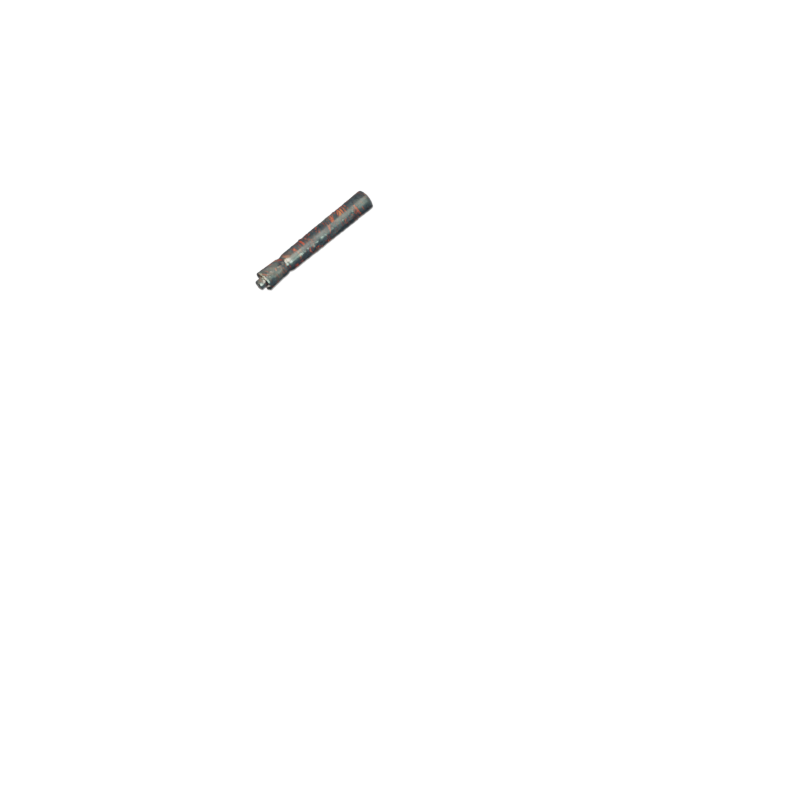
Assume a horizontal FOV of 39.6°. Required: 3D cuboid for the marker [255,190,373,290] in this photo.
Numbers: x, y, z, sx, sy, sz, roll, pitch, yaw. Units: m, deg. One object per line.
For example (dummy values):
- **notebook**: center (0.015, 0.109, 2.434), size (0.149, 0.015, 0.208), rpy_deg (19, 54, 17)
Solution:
- **marker**: center (-0.072, -0.132, 0.924), size (0.122, 0.019, 0.020), rpy_deg (-42, 19, -18)
